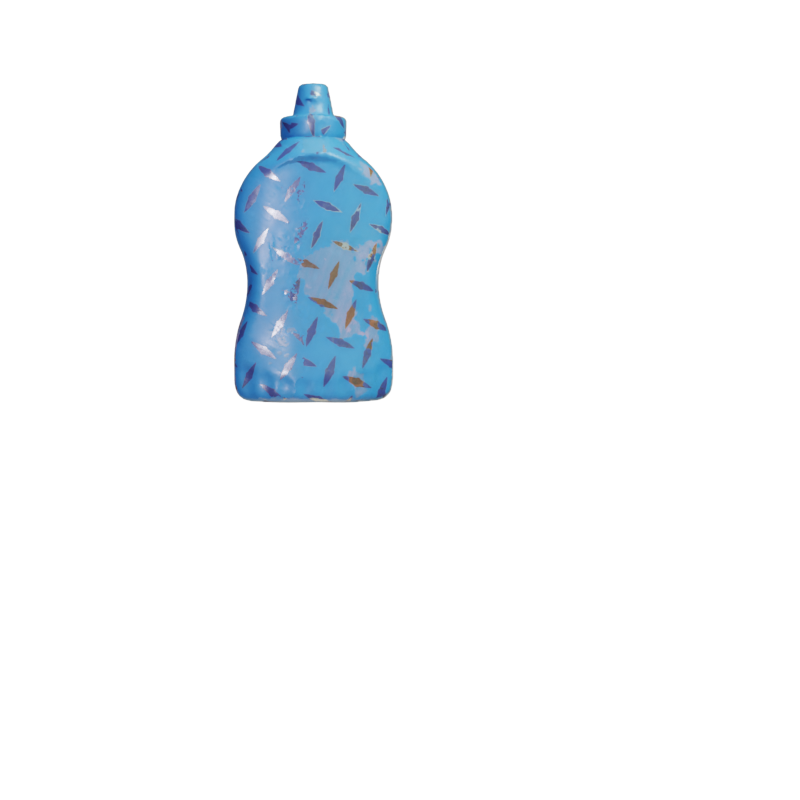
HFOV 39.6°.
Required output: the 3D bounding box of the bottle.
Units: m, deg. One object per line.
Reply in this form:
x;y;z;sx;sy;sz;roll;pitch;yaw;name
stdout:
-0.053;-0.097;0.677;0.096;0.192;0.058;0;-1;-1;bottle
